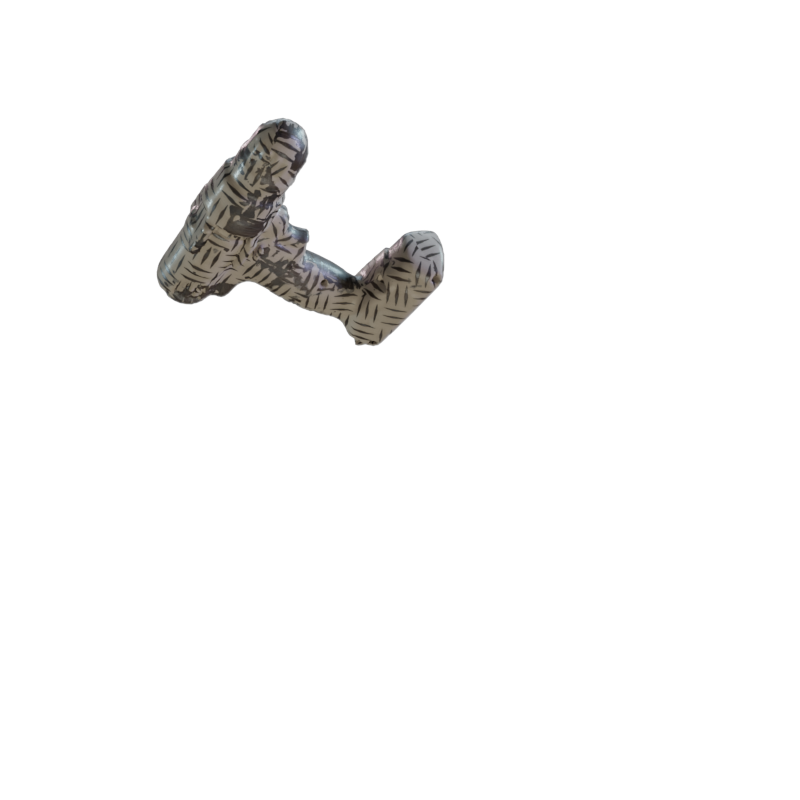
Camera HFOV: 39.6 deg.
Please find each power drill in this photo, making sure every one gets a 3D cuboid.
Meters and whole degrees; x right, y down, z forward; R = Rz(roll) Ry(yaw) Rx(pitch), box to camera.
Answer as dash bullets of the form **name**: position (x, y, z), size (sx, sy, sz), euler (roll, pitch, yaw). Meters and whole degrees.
- **power drill**: position (-0.064, -0.117, 0.816), size (0.179, 0.061, 0.180), euler (20, -41, -25)
